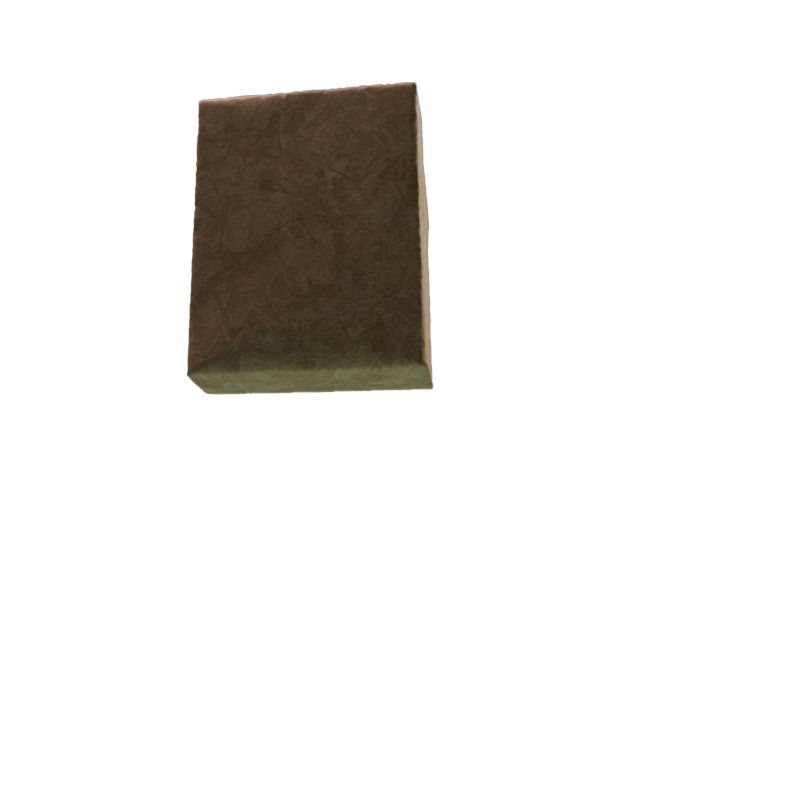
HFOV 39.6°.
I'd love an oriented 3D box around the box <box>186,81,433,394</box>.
[{"bbox_3d":[-0.062,-0.114,0.797,0.166,0.224,0.068,-4,-21,7],"label":"box"}]
